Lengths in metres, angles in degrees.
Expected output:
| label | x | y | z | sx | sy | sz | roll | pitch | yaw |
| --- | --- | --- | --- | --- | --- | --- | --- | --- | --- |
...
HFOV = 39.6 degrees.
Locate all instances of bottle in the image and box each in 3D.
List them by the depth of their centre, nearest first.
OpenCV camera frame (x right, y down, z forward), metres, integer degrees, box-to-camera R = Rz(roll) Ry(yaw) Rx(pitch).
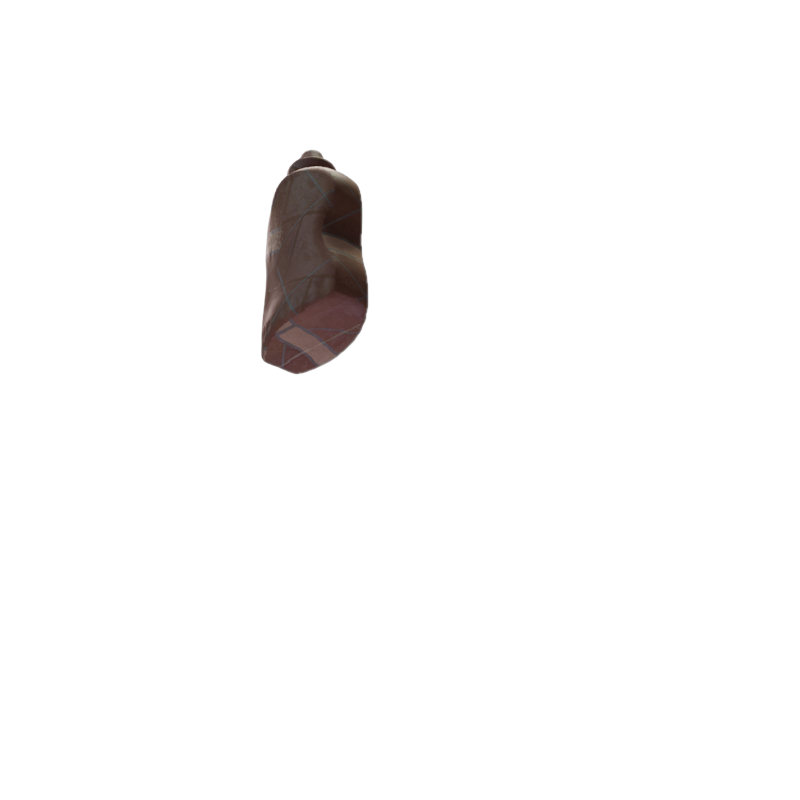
| label | x | y | z | sx | sy | sz | roll | pitch | yaw |
| --- | --- | --- | --- | --- | --- | --- | --- | --- | --- |
| bottle | -0.067 | -0.121 | 0.847 | 0.056 | 0.206 | 0.094 | 22 | -46 | -28 |
